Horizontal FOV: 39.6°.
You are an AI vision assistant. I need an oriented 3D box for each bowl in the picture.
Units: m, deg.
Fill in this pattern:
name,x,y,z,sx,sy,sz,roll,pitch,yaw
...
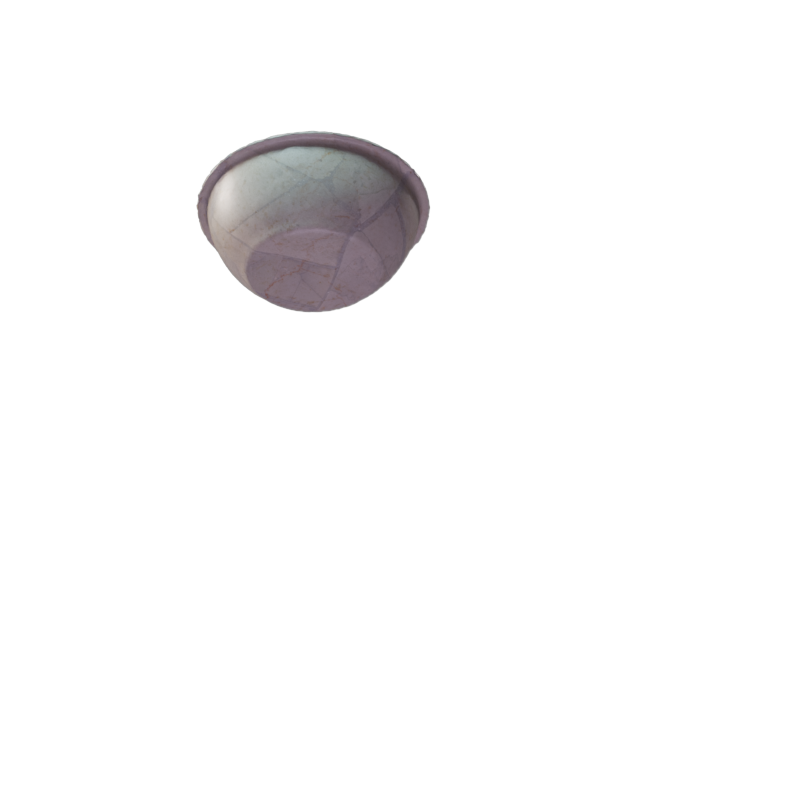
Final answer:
name,x,y,z,sx,sy,sz,roll,pitch,yaw
bowl,-0.059,-0.108,0.756,0.162,0.059,0.151,1,-34,-2
